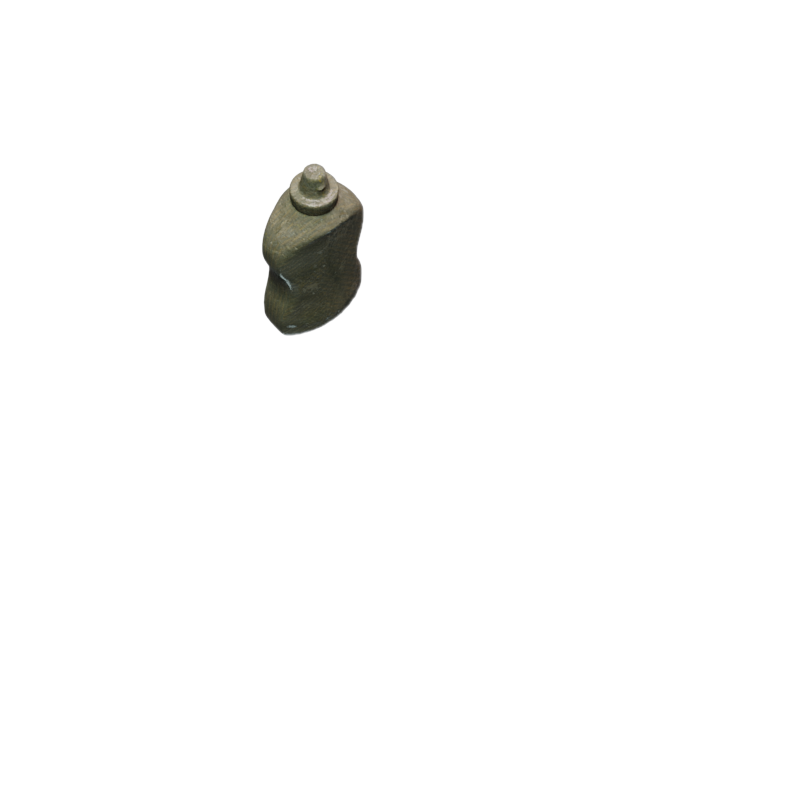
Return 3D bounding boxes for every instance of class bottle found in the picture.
[{"bbox_3d":[-0.075,-0.138,0.968,0.096,0.062,0.180,-33,-24,-21],"label":"bottle"}]
